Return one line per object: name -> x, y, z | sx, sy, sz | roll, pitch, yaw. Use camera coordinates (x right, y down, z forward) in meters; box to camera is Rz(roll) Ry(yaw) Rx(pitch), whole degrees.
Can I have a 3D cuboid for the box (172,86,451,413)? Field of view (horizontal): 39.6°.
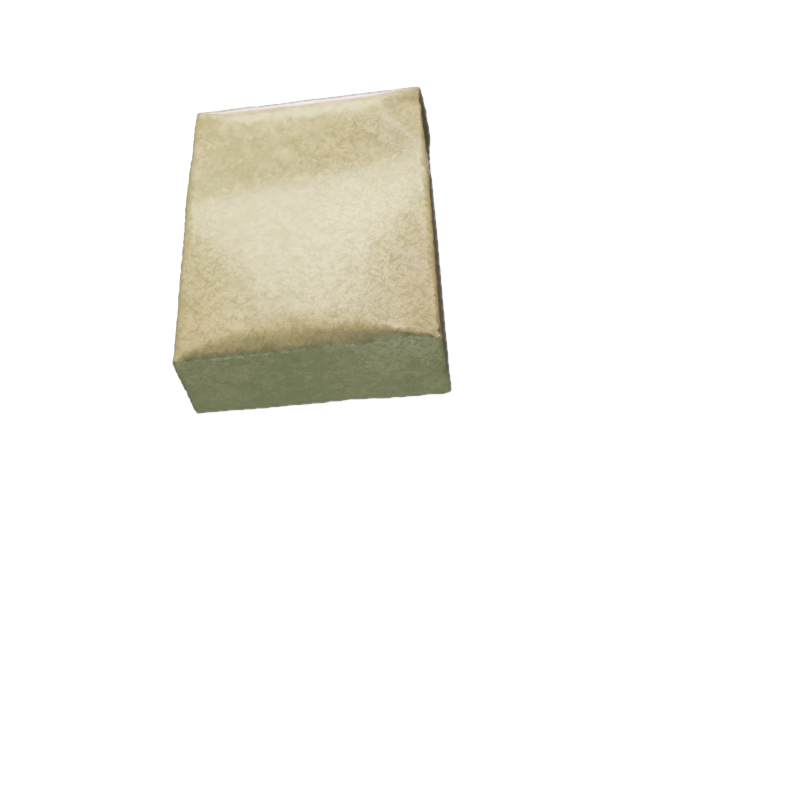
box -> -0.057, -0.105, 0.732 | 0.165, 0.229, 0.067 | -6, -35, 6
